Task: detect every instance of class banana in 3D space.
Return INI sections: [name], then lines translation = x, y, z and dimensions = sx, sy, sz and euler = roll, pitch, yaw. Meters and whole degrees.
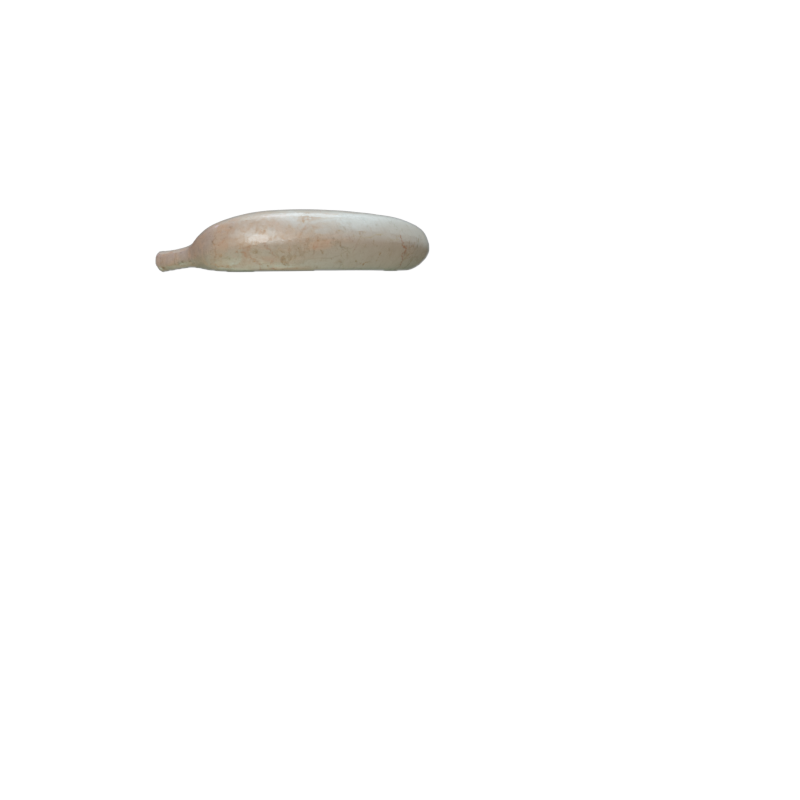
[banana]
translation = -0.046, -0.096, 0.672
dimensions = 0.191, 0.036, 0.072
euler = -5, 7, -35
